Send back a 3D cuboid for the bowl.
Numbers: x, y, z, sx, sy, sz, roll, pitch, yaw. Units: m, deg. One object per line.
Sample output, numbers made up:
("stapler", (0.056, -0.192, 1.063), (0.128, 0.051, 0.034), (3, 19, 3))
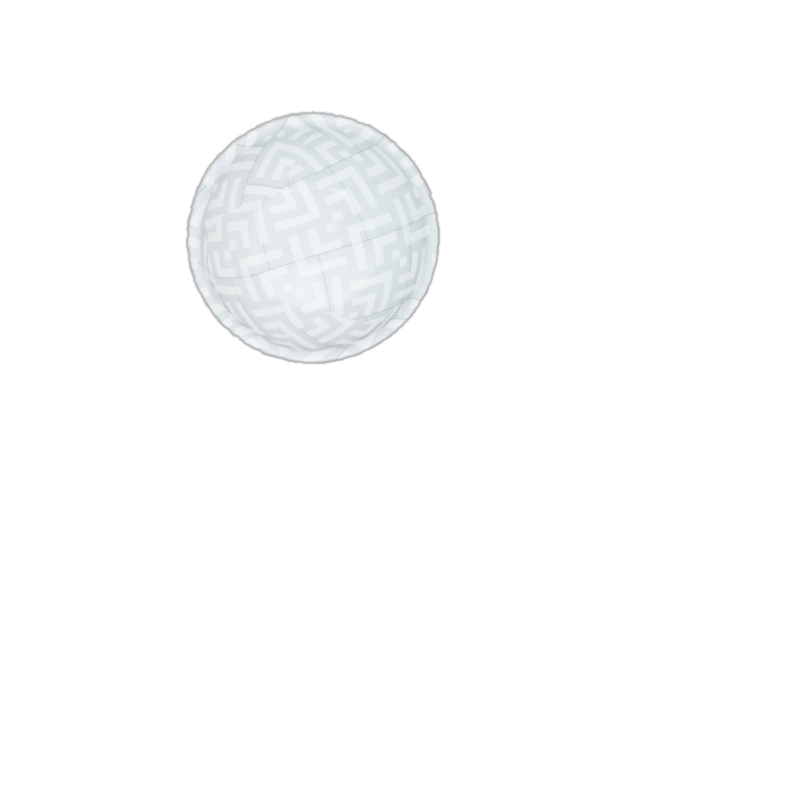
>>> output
("bowl", (-0.057, -0.105, 0.734), (0.162, 0.165, 0.054), (0, -7, 0))
